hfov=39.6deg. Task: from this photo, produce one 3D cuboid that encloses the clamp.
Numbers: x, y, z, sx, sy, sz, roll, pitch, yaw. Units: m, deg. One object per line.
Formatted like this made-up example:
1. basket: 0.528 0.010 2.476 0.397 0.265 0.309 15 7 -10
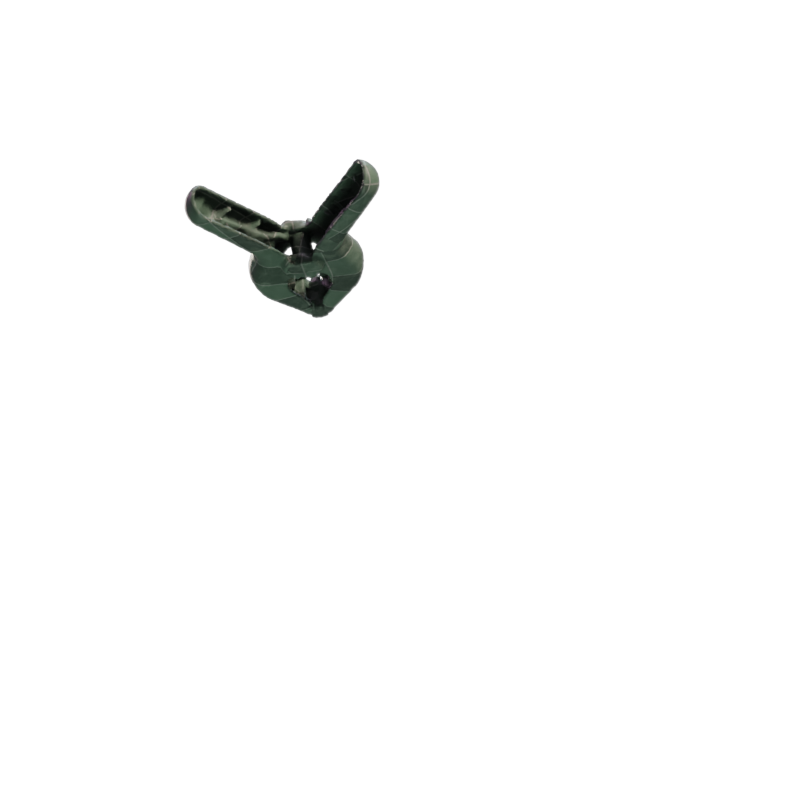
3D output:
1. clamp: -0.058 -0.105 0.737 0.122 0.041 0.160 -5 -20 14
